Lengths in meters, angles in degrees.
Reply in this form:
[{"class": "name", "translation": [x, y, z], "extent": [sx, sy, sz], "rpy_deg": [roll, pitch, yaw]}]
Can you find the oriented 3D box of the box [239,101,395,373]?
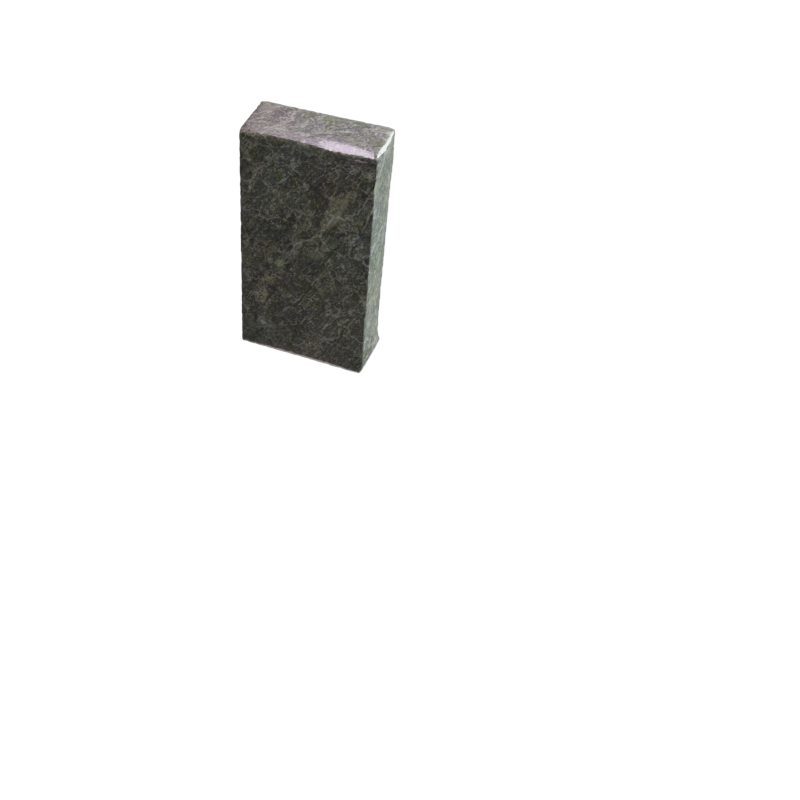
[{"class": "box", "translation": [-0.058, -0.105, 0.734], "extent": [0.096, 0.164, 0.050], "rpy_deg": [16, 44, 14]}]
